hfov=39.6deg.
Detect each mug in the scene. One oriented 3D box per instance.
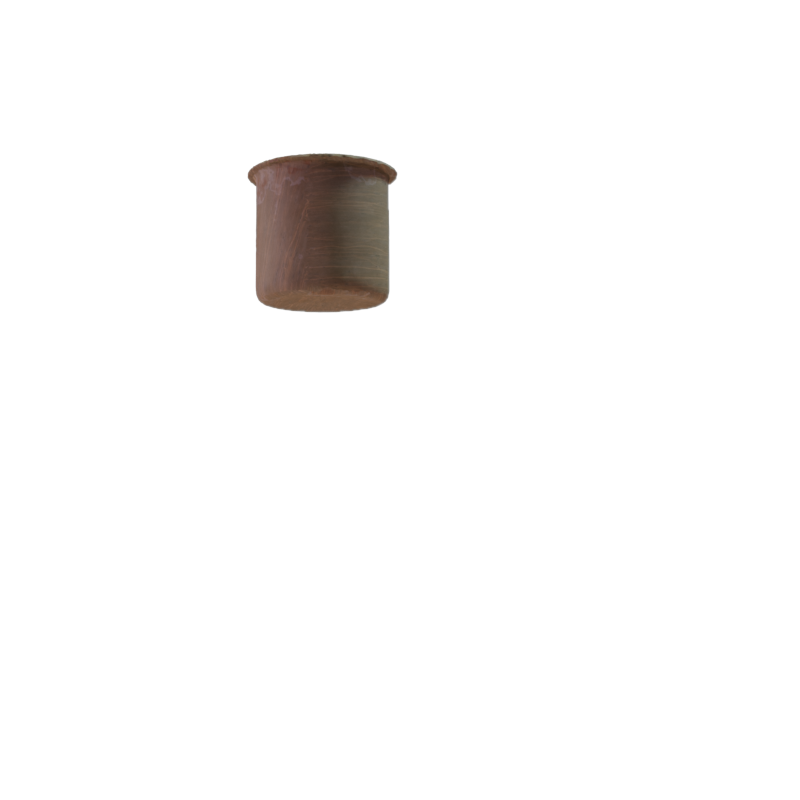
[{"bbox_3d":[-0.054,-0.099,0.691,0.090,0.084,0.119,4,-8,-31],"label":"mug"}]
